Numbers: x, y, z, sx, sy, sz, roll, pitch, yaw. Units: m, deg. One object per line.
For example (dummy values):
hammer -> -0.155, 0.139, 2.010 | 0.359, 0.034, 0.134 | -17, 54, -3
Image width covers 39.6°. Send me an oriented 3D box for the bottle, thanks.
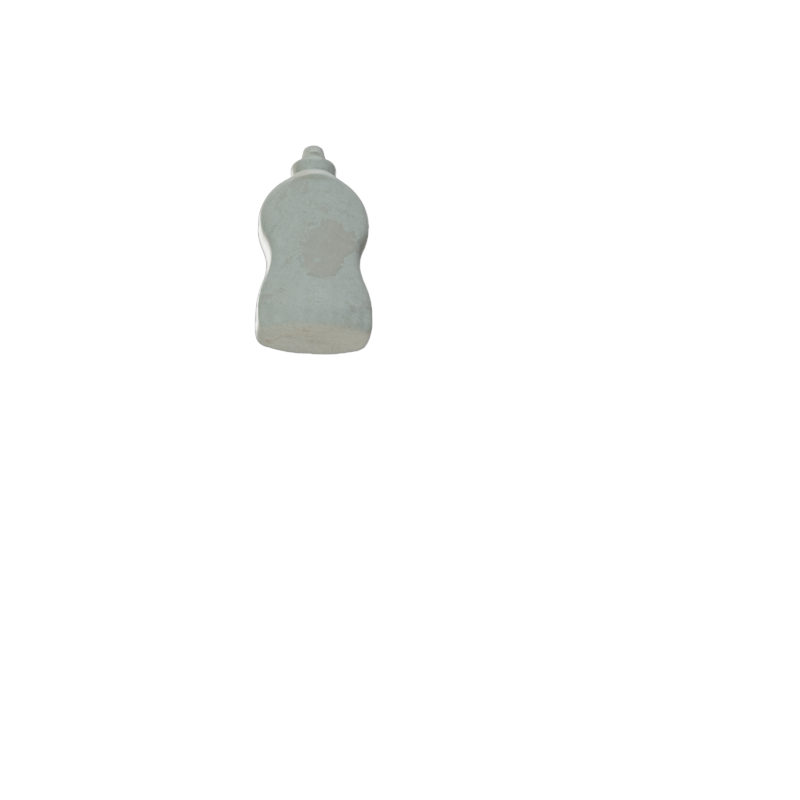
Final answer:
bottle -> -0.075, -0.136, 0.954 | 0.095, 0.204, 0.055 | 1, -29, -6
